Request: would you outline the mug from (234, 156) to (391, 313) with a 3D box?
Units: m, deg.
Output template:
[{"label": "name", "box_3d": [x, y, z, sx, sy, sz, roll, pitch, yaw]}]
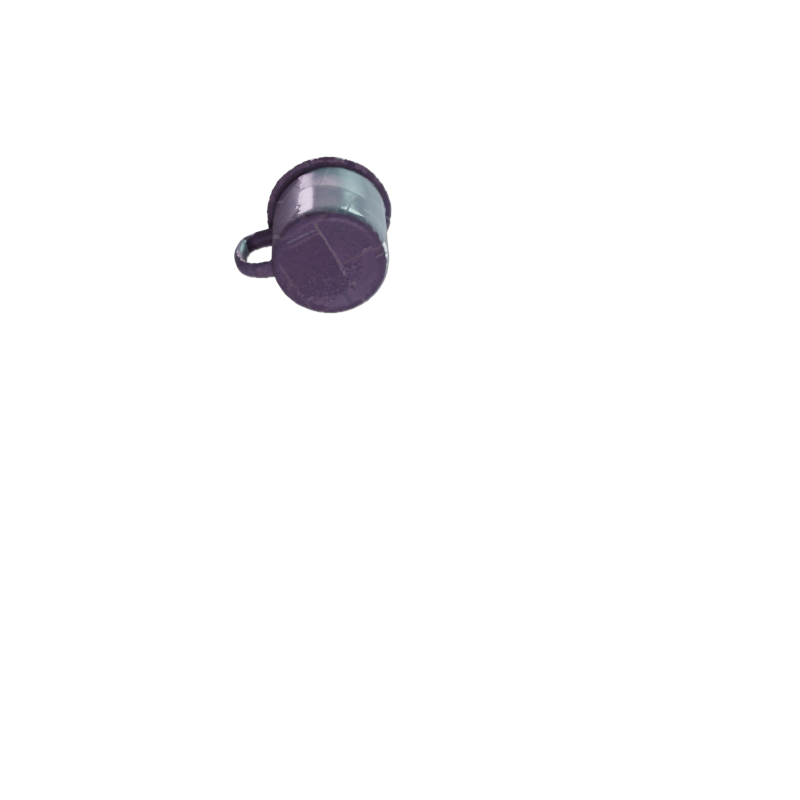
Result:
[{"label": "mug", "box_3d": [-0.062, -0.113, 0.793, 0.117, 0.087, 0.087, -10, 31, 5]}]
